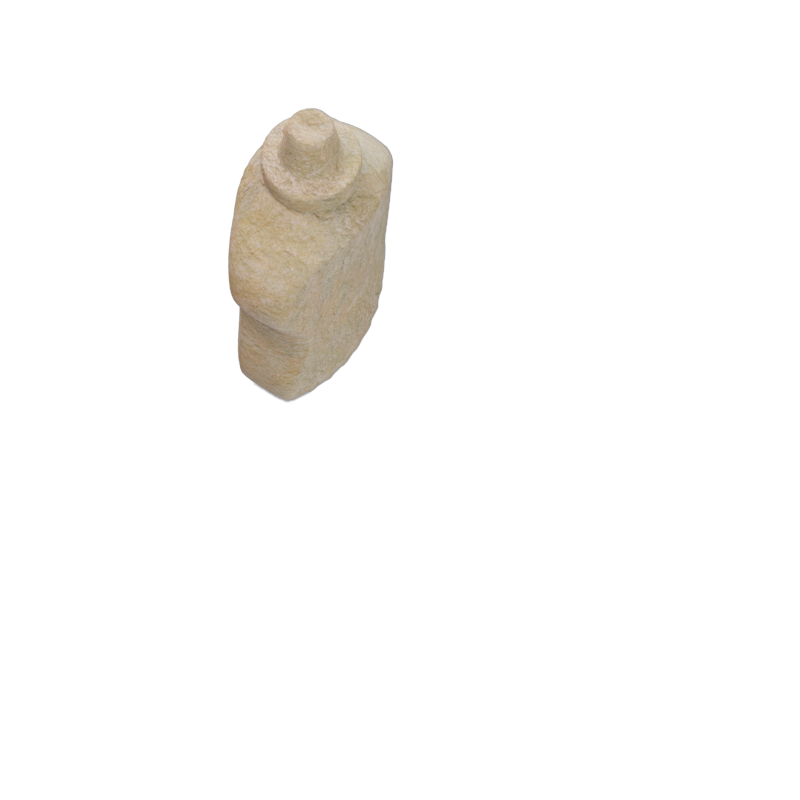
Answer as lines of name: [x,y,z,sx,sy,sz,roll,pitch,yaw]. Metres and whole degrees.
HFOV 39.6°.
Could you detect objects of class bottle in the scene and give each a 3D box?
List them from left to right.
bottle: [-0.040,-0.073,0.507,0.060,0.098,0.182,33,-20,8]
